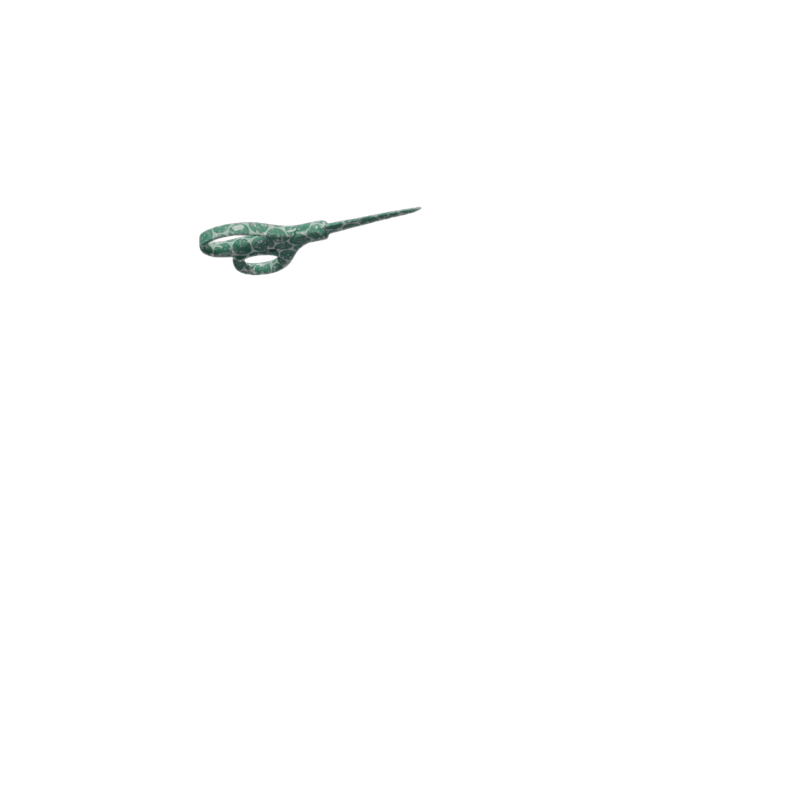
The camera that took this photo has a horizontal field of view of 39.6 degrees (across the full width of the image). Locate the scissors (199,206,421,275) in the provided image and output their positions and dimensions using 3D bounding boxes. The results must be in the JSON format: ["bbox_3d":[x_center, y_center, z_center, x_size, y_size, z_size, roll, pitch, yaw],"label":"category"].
[{"bbox_3d":[-0.077,-0.141,0.988,0.204,0.017,0.090,-3,-20,9],"label":"scissors"}]
